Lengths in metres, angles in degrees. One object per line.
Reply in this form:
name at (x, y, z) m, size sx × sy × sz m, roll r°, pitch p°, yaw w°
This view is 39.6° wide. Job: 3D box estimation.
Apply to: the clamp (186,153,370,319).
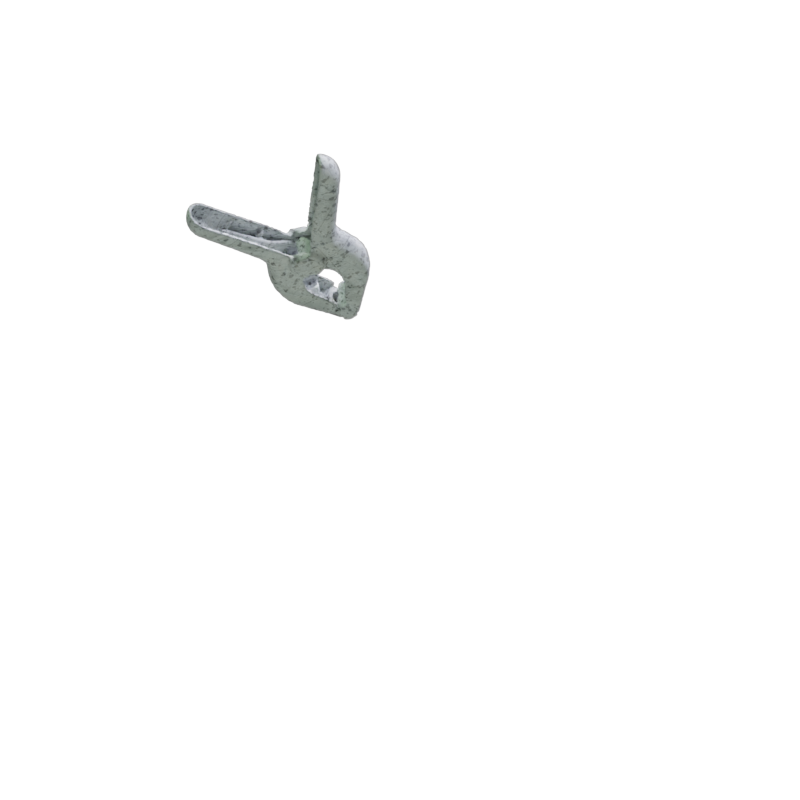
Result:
clamp at (-0.066, -0.120, 0.840) m, size 0.121 × 0.042 × 0.159 m, roll -18°, pitch -34°, yaw 29°
